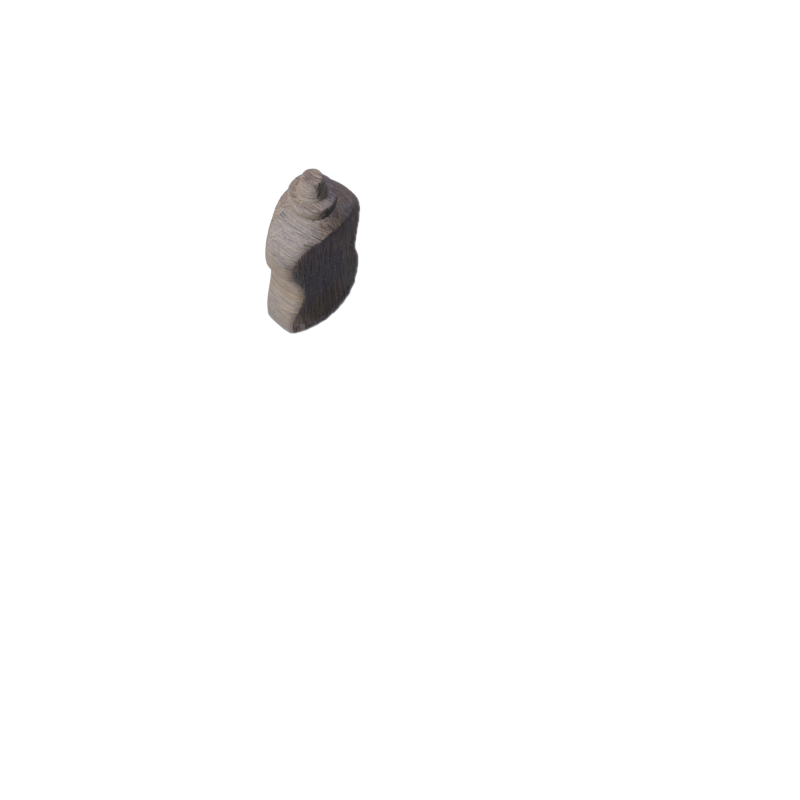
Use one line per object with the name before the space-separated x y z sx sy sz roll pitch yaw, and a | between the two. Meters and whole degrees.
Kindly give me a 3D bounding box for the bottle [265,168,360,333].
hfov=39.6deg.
bottle | -0.076 -0.138 0.963 0.061 0.097 0.181 41 -22 15
